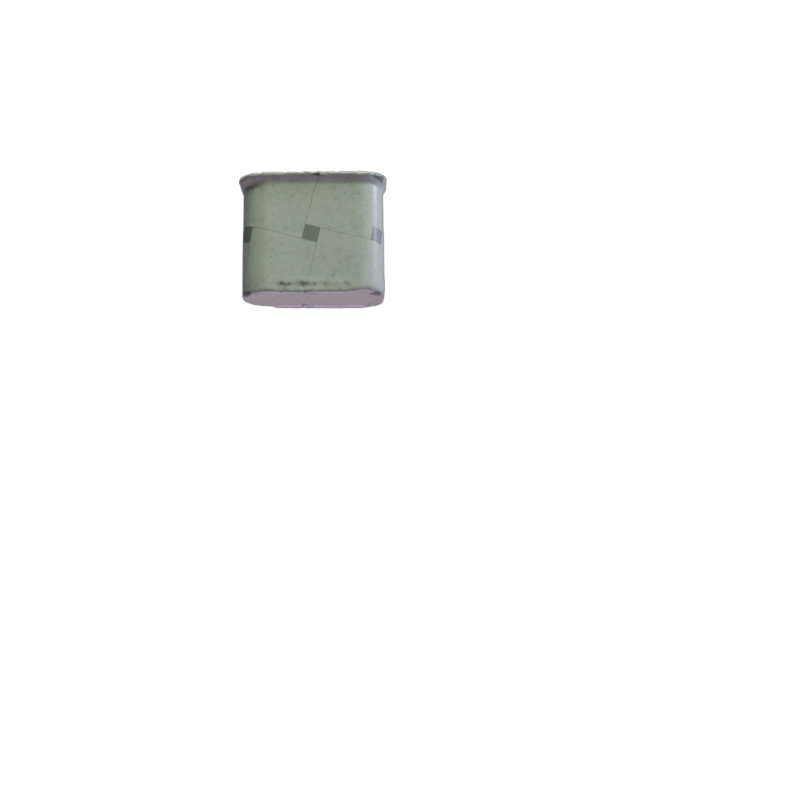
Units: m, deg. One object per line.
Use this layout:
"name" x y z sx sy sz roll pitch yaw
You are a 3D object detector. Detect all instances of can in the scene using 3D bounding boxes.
"can" -0.060 -0.109 0.761 0.102 0.087 0.056 0 -13 0
